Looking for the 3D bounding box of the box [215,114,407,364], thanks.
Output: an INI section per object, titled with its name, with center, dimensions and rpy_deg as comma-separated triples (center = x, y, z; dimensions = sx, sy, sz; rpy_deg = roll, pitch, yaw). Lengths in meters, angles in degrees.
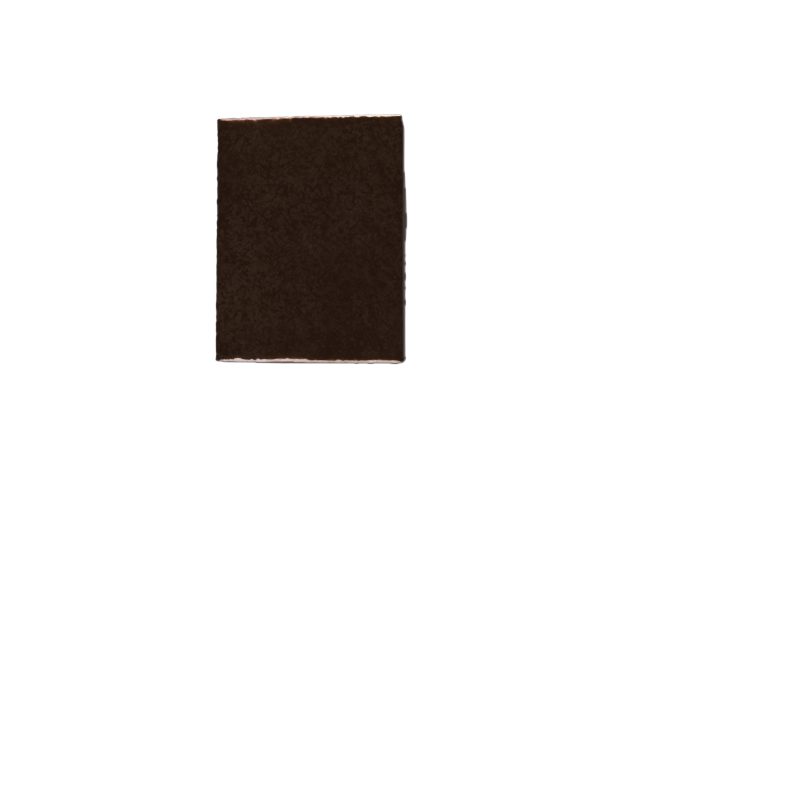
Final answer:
[box]
center = -0.077, -0.140, 0.979
dimensions = 0.165, 0.216, 0.071
rpy_deg = 0, -4, 6
